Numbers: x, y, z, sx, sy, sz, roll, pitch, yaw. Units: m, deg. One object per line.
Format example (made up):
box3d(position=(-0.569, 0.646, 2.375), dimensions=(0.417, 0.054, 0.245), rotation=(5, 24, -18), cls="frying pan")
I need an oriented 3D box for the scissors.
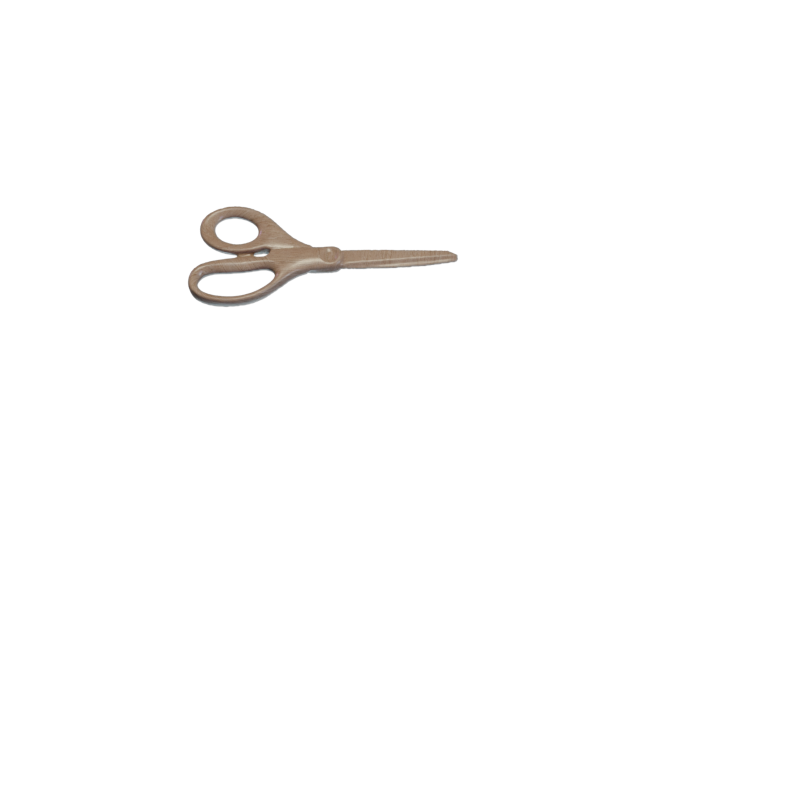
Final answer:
box3d(position=(-0.067, -0.121, 0.850), dimensions=(0.200, 0.103, 0.015), rotation=(-15, -32, -10), cls="scissors")
